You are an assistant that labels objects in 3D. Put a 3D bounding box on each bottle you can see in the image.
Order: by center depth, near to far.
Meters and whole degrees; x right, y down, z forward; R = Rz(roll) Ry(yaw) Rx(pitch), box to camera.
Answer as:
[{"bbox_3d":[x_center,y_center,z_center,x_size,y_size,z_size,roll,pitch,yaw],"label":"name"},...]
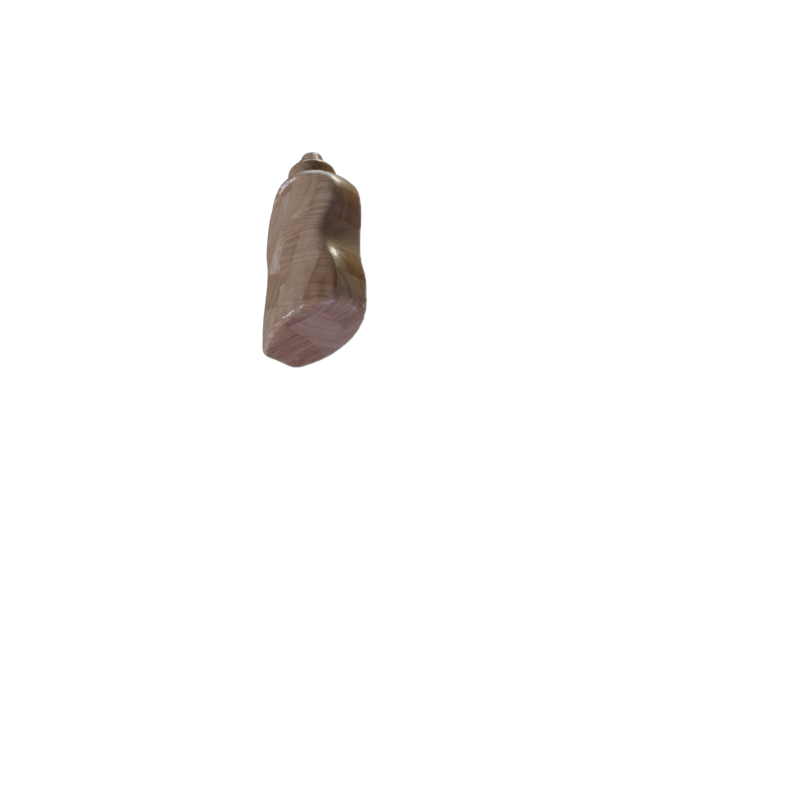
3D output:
[{"bbox_3d":[-0.070,-0.127,0.890,0.055,0.206,0.094,24,-46,-30],"label":"bottle"}]
